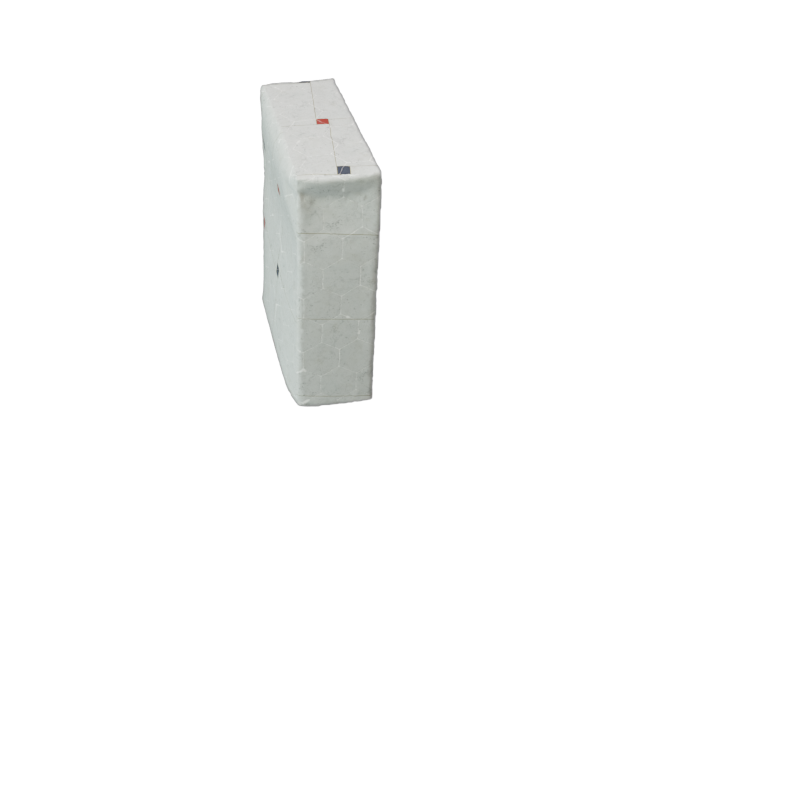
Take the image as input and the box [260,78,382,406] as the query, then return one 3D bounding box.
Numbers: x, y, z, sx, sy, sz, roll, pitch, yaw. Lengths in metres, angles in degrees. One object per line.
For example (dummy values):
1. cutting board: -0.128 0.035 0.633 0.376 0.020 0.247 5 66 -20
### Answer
1. box: -0.070 -0.128 0.896 0.071 0.200 0.177 -6 37 -13
